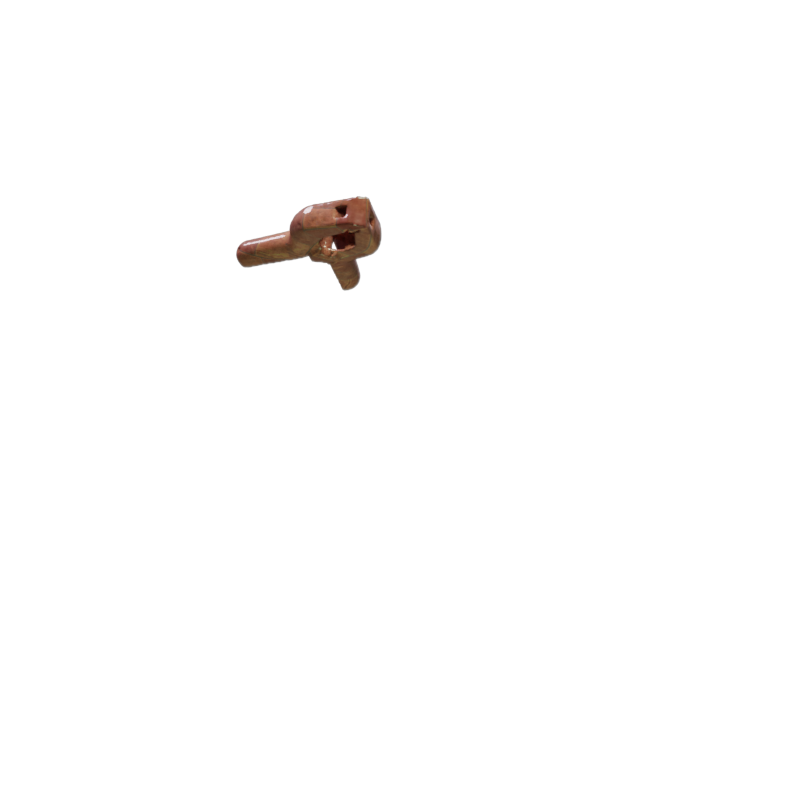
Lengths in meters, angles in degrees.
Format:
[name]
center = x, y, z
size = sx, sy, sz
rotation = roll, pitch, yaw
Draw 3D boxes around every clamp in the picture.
[clamp]
center = -0.076, -0.140, 0.977
size = 0.118, 0.041, 0.167
rotation = 4, -17, -14
